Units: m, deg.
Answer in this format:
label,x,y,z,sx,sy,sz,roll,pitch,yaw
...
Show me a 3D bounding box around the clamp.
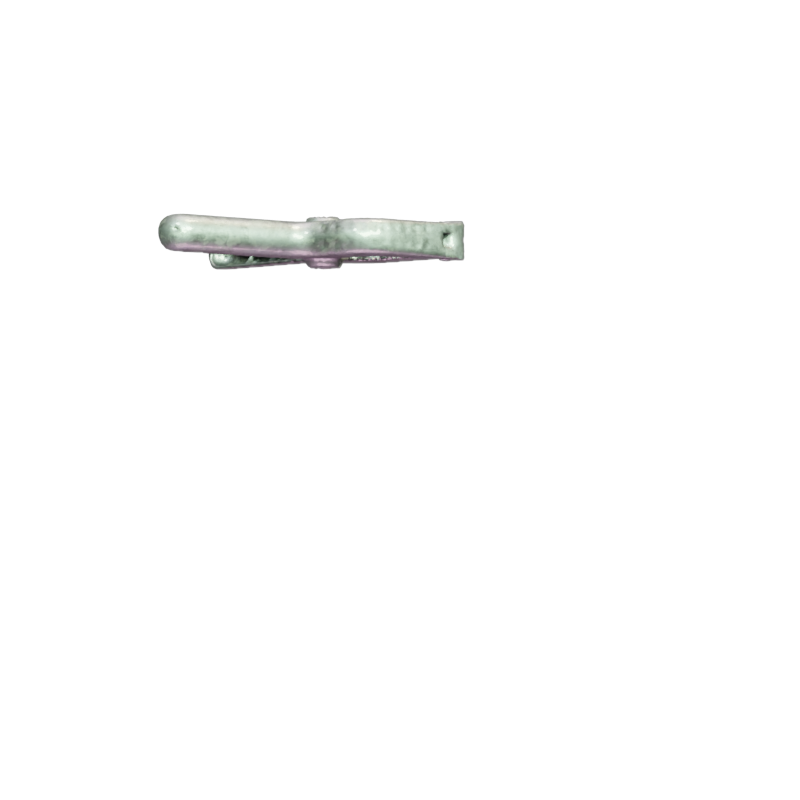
label,x,y,z,sx,sy,sz,roll,pitch,yaw
clamp,-0.062,-0.113,0.791,0.214,0.037,0.161,1,2,12
